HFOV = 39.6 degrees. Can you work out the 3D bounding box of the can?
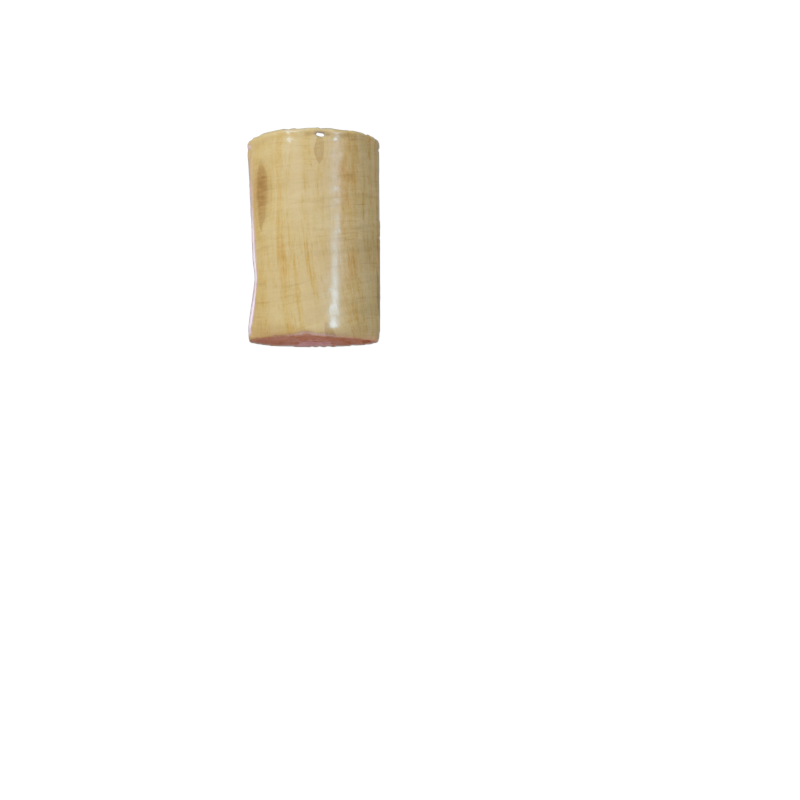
[{"bbox_3d":[-0.044,-0.080,0.561,0.068,0.104,0.067,0,-7,-2],"label":"can"}]
